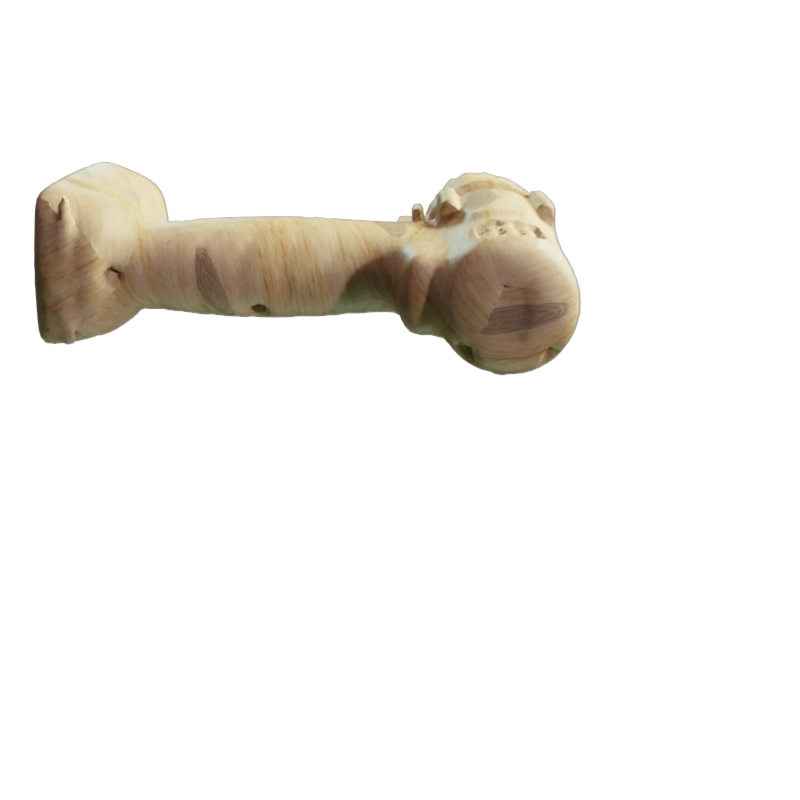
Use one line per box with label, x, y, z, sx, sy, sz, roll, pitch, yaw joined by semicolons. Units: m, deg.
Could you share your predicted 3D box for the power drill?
power drill;-0.034;-0.061;0.428;0.188;0.056;0.190;1;17;2
